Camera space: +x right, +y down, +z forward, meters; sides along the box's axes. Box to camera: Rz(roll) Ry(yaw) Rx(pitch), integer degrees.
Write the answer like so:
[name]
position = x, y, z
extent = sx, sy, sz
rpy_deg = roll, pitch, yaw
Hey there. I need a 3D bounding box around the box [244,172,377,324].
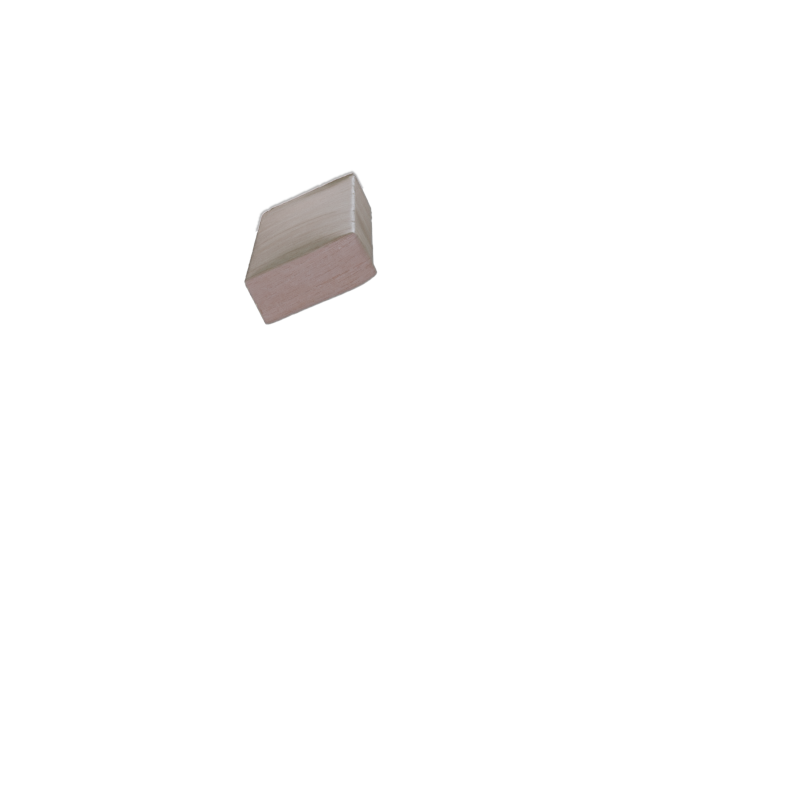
[box]
position = -0.070, -0.127, 0.890
extent = 0.093, 0.045, 0.186
rpy_deg = -23, 26, 7
